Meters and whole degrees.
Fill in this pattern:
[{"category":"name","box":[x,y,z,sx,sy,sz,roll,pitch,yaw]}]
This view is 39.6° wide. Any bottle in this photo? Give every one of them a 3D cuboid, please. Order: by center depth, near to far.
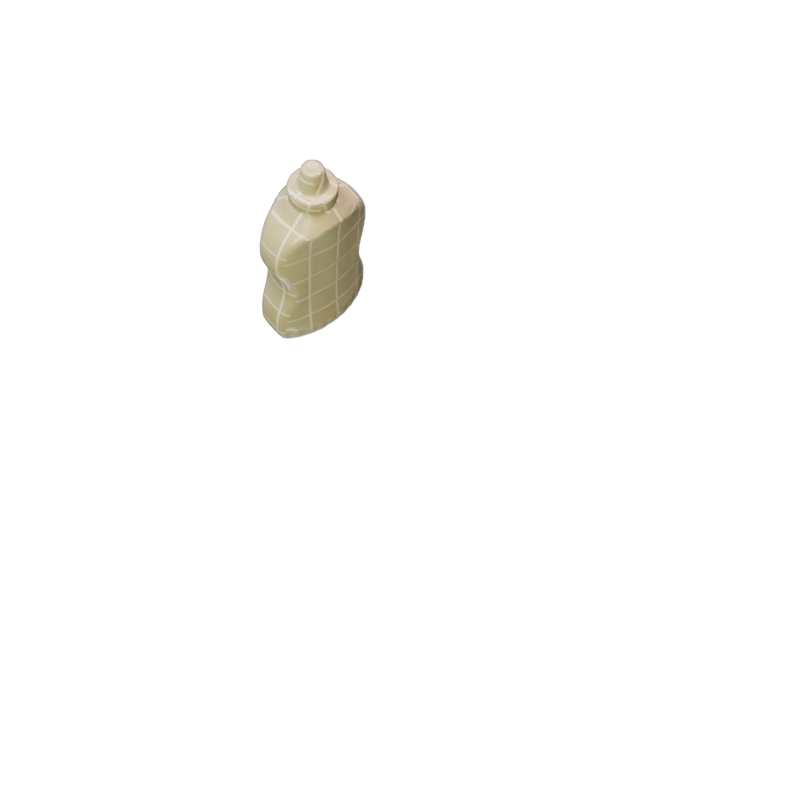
[{"category":"bottle","box":[-0.073,-0.132,0.925,0.096,0.062,0.180,-34,-23,-21]}]
